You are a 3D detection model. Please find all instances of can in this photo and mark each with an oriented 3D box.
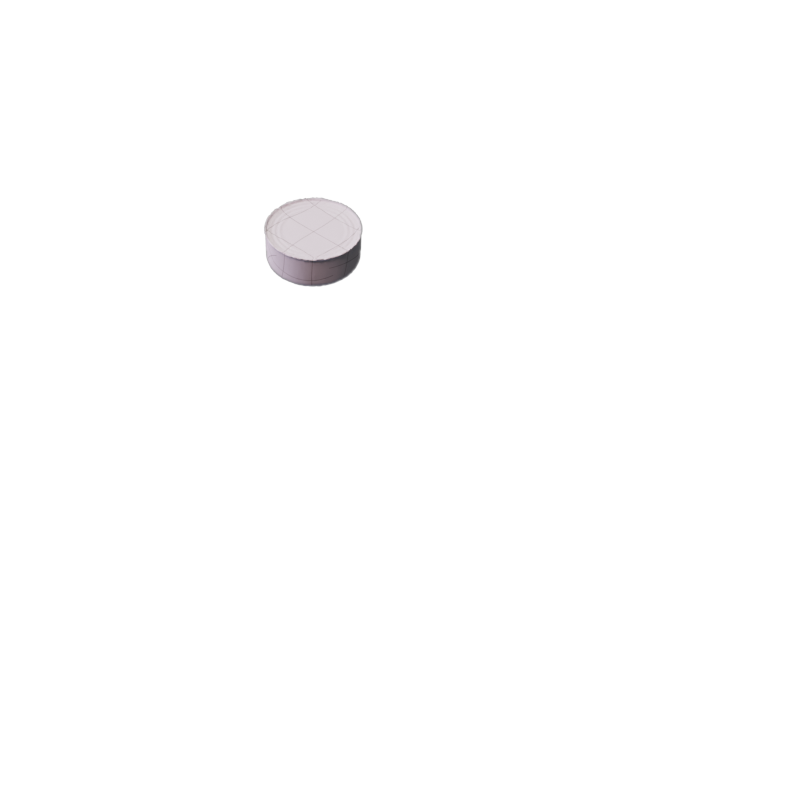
[{"bbox_3d":[-0.076,-0.139,0.976,0.086,0.031,0.092,-1,44,-1],"label":"can"}]
